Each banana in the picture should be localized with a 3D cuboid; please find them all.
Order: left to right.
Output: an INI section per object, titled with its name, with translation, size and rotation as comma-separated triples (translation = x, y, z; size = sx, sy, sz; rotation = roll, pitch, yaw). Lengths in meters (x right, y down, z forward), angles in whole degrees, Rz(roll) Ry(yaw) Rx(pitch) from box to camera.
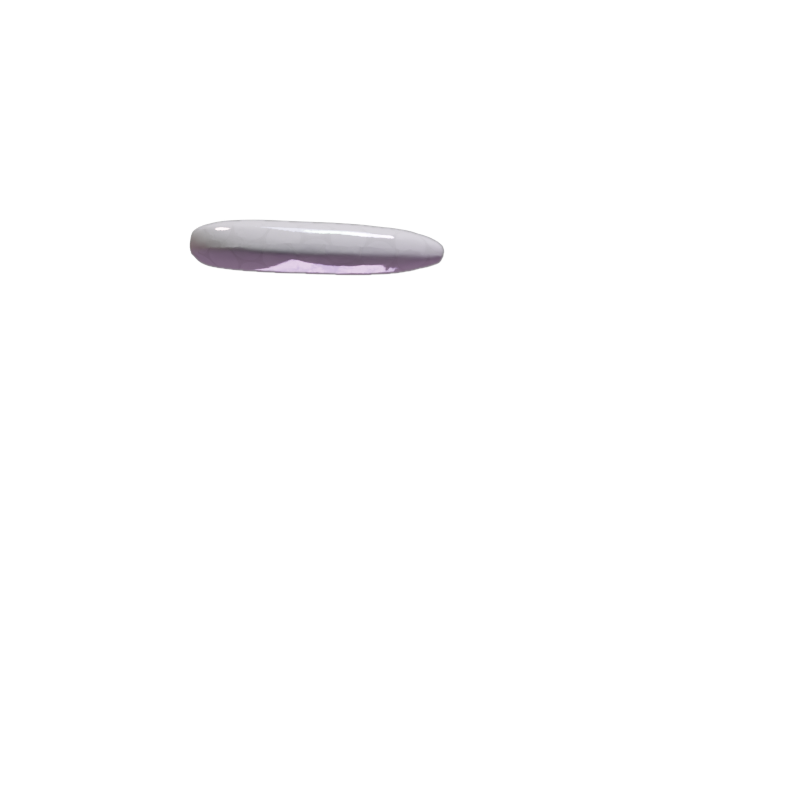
[banana]
translation = -0.071, -0.111, 0.790
size = 0.203, 0.036, 0.070
rotation = 5, 15, 18
